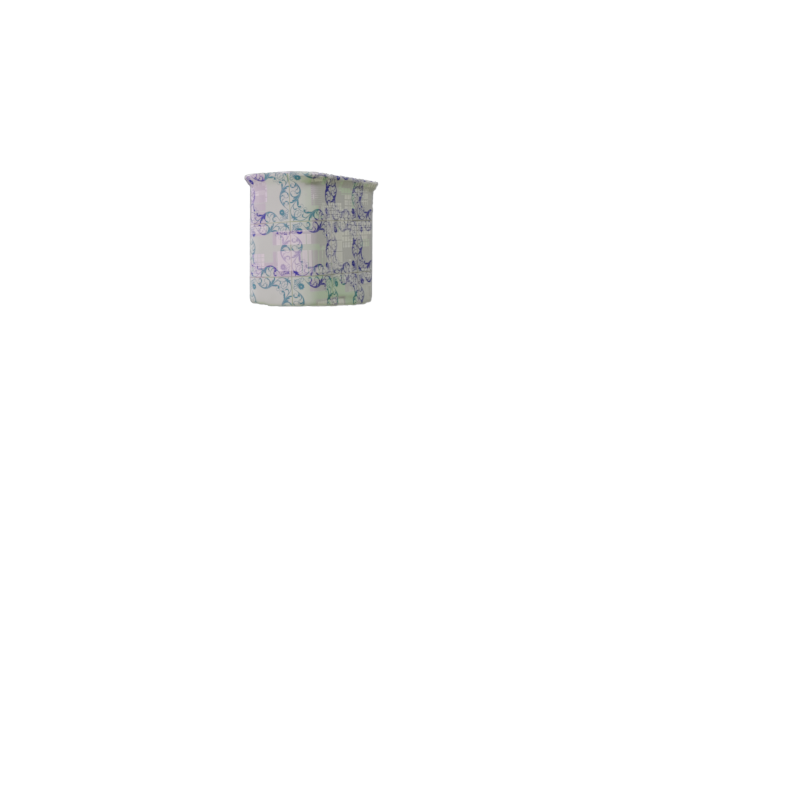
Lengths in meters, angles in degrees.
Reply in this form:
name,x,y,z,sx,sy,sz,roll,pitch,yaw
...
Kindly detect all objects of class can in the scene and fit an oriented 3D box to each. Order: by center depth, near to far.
name,x,y,z,sx,sy,sz,roll,pitch,yaw
can,-0.057,-0.104,0.731,0.059,0.084,0.099,0,3,29
